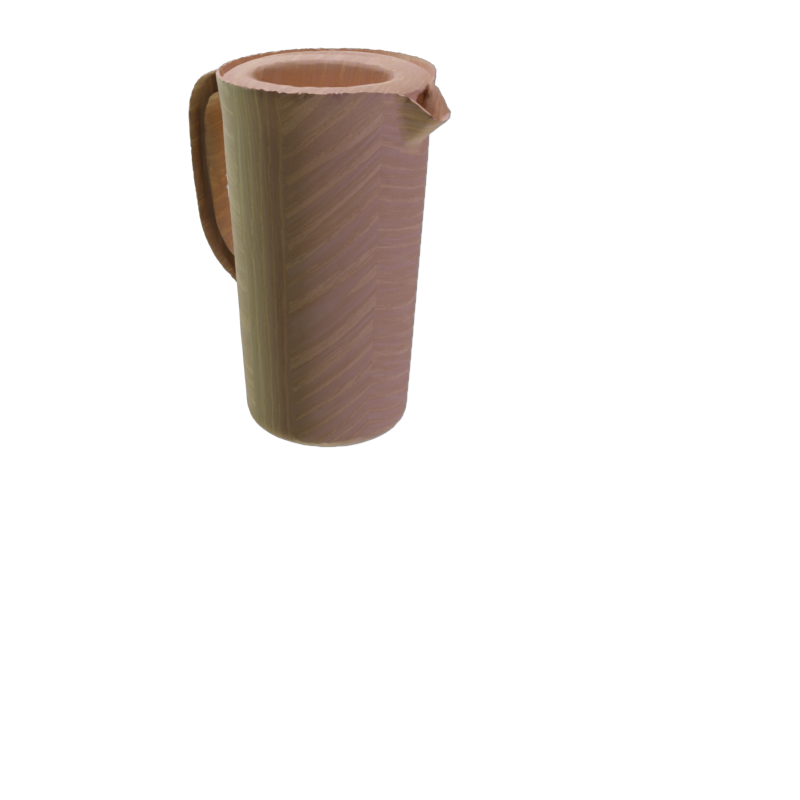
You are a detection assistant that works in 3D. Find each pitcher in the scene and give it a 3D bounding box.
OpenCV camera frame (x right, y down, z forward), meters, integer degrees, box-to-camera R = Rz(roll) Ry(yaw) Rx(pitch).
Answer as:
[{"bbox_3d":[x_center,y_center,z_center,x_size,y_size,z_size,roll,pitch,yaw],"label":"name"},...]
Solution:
[{"bbox_3d":[-0.056,-0.102,0.714,0.143,0.231,0.159,-4,24,-12],"label":"pitcher"}]
